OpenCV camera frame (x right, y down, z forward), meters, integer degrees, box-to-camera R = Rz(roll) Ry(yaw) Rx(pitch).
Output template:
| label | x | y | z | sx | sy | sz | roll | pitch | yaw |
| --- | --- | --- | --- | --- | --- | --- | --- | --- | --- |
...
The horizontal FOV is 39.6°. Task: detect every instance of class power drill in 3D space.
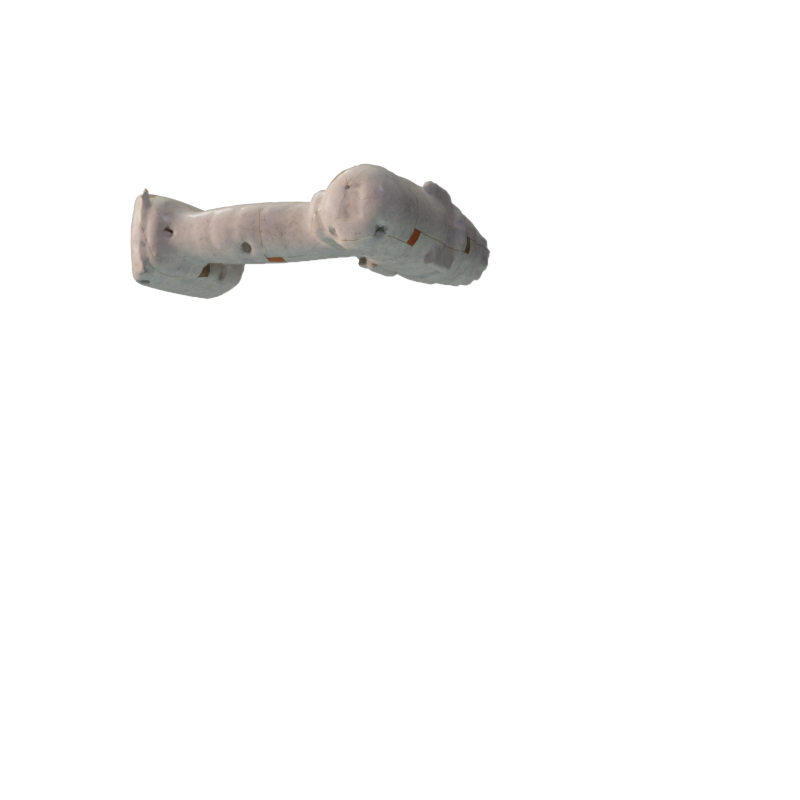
| label | x | y | z | sx | sy | sz | roll | pitch | yaw |
| --- | --- | --- | --- | --- | --- | --- | --- | --- | --- |
| power drill | -0.053 | -0.096 | 0.671 | 0.192 | 0.059 | 0.176 | -3 | -7 | 24 |
